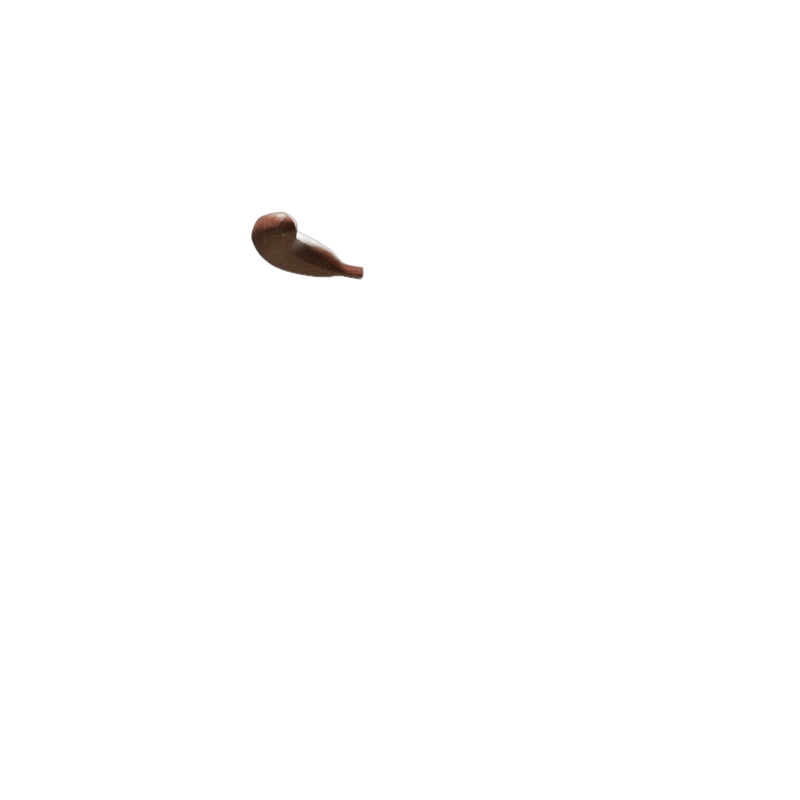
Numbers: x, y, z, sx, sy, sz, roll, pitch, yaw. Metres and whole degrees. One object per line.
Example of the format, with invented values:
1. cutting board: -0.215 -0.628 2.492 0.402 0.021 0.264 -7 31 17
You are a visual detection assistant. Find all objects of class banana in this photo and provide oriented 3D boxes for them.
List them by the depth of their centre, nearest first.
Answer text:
1. banana: -0.092 -0.136 0.970 0.071 0.037 0.190 -2 -4 17
